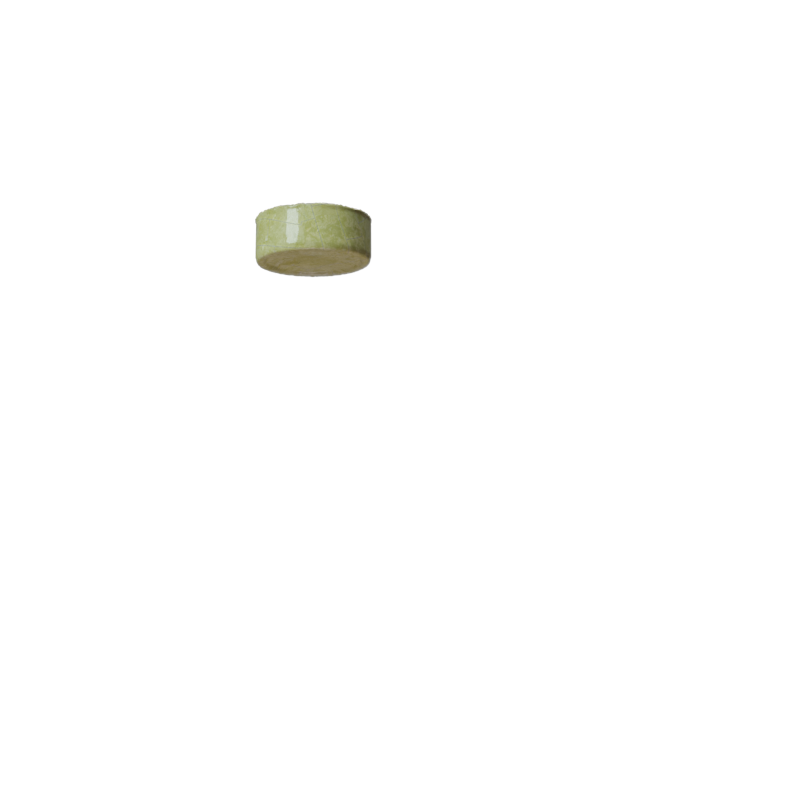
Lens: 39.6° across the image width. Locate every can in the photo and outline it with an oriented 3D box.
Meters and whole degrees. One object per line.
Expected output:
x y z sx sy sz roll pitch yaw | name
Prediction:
-0.064 -0.116 0.812 0.086 0.035 0.084 0 -9 -2 | can
